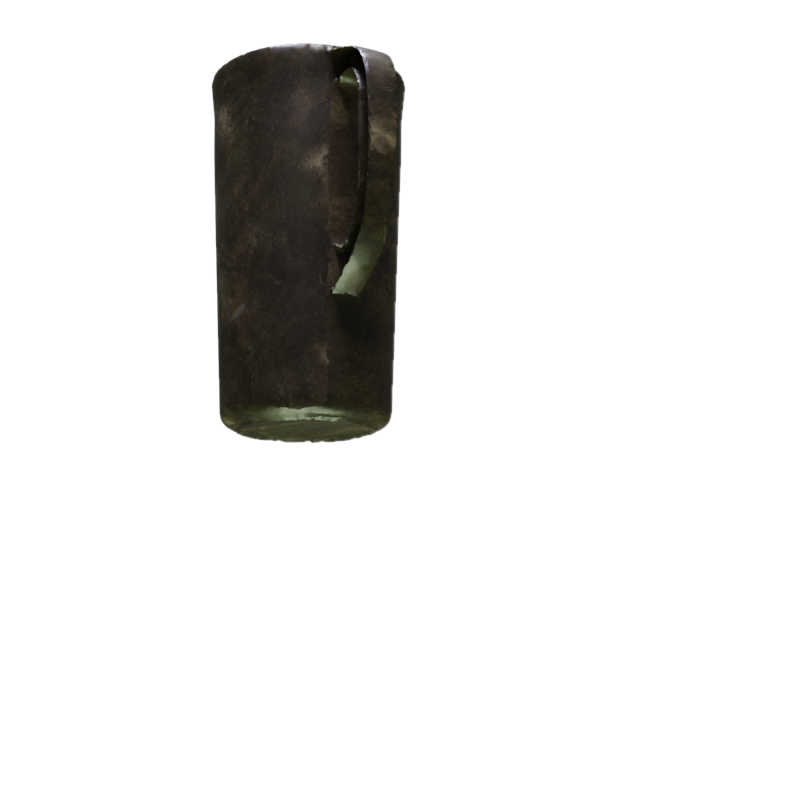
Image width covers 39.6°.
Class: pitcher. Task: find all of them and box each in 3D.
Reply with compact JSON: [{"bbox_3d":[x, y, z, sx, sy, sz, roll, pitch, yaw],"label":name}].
[{"bbox_3d":[-0.056,-0.103,0.718,0.147,0.253,0.141,-6,-17,15],"label":"pitcher"}]
